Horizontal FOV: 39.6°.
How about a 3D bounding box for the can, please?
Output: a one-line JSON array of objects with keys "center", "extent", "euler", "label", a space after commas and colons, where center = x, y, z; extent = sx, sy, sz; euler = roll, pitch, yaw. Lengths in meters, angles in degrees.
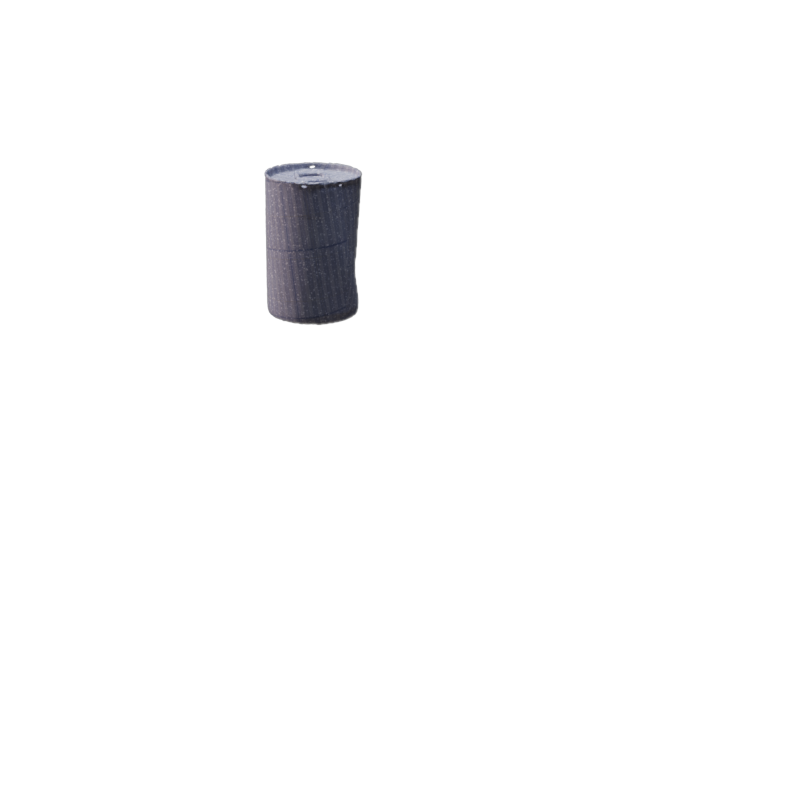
[{"center": [-0.061, -0.112, 0.785], "extent": [0.068, 0.098, 0.072], "euler": [0, 19, -2], "label": "can"}]
